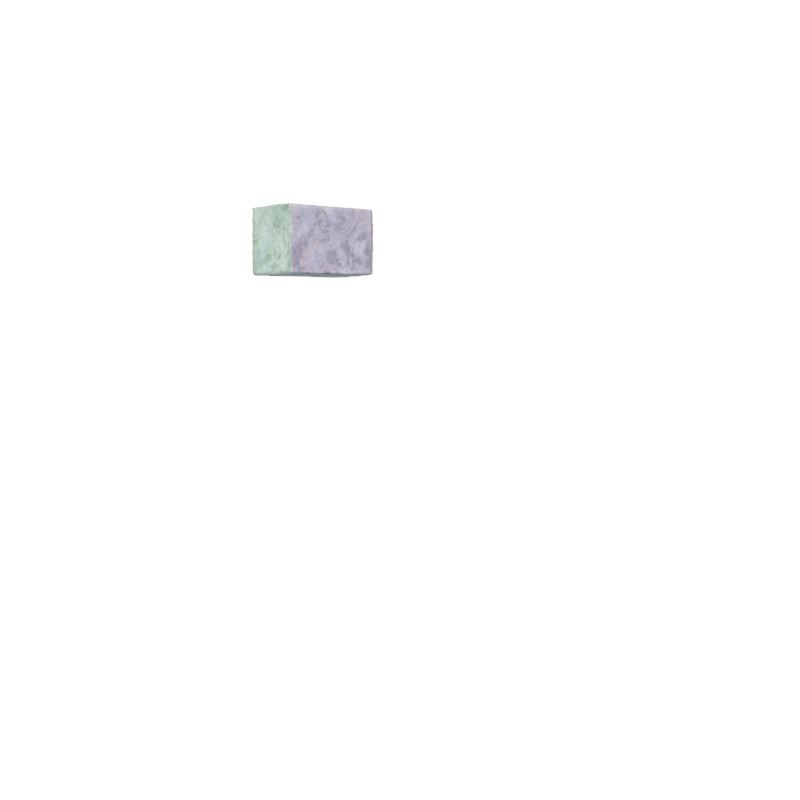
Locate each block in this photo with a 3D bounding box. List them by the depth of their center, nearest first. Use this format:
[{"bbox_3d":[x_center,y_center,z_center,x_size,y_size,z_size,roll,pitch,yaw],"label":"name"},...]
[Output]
[{"bbox_3d":[-0.065,-0.119,0.833,0.075,0.052,0.055,-1,1,-38],"label":"block"}]
